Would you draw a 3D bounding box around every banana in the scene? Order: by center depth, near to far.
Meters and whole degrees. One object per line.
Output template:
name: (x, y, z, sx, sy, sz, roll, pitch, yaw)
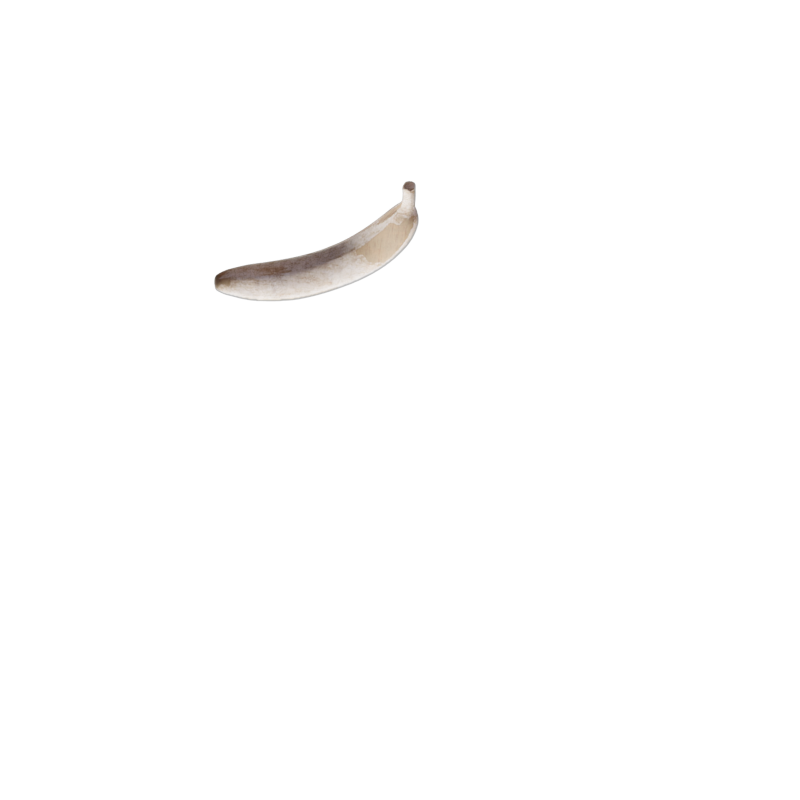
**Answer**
banana: (-0.061, -0.123, 0.942, 0.198, 0.065, 0.039, -25, 34, 17)
